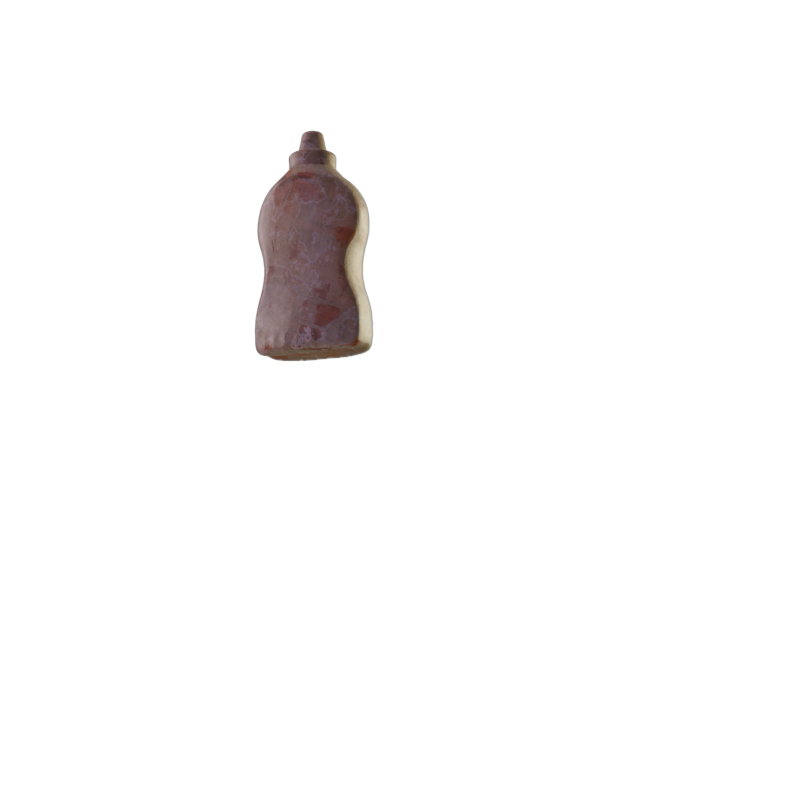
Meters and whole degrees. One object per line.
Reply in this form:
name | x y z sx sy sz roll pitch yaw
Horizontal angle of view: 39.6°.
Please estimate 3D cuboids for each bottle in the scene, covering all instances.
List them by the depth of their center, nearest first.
bottle | -0.073 -0.132 0.924 0.098 0.199 0.055 -8 -16 25
